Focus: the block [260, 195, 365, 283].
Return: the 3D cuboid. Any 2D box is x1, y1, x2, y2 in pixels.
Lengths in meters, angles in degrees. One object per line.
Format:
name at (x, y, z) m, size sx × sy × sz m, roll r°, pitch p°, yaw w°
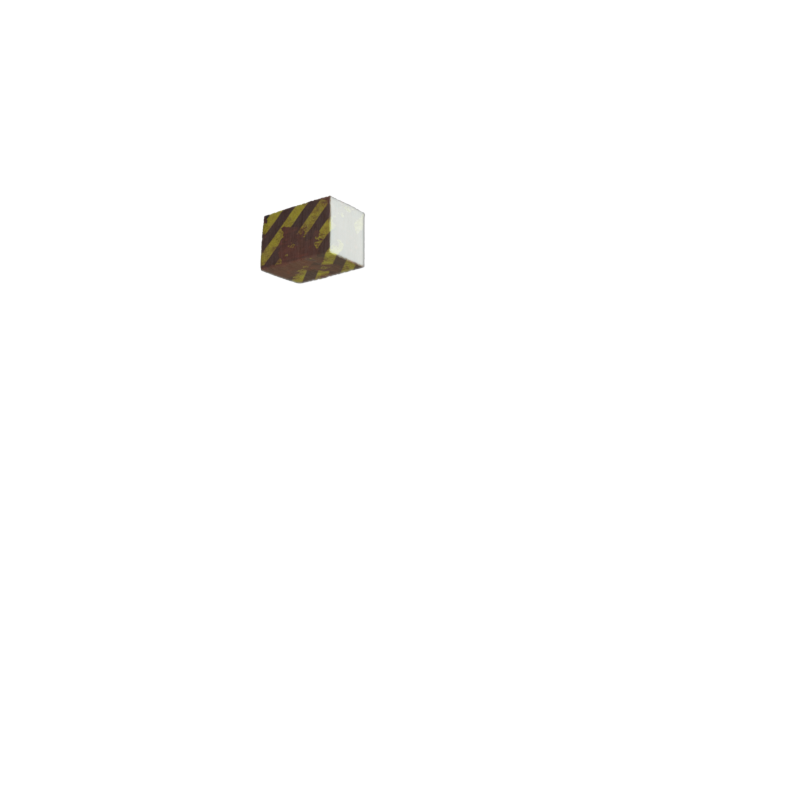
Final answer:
block at (-0.076, -0.138, 0.965) m, size 0.079 × 0.053 × 0.049 m, roll -11°, pitch -19°, yaw 35°
